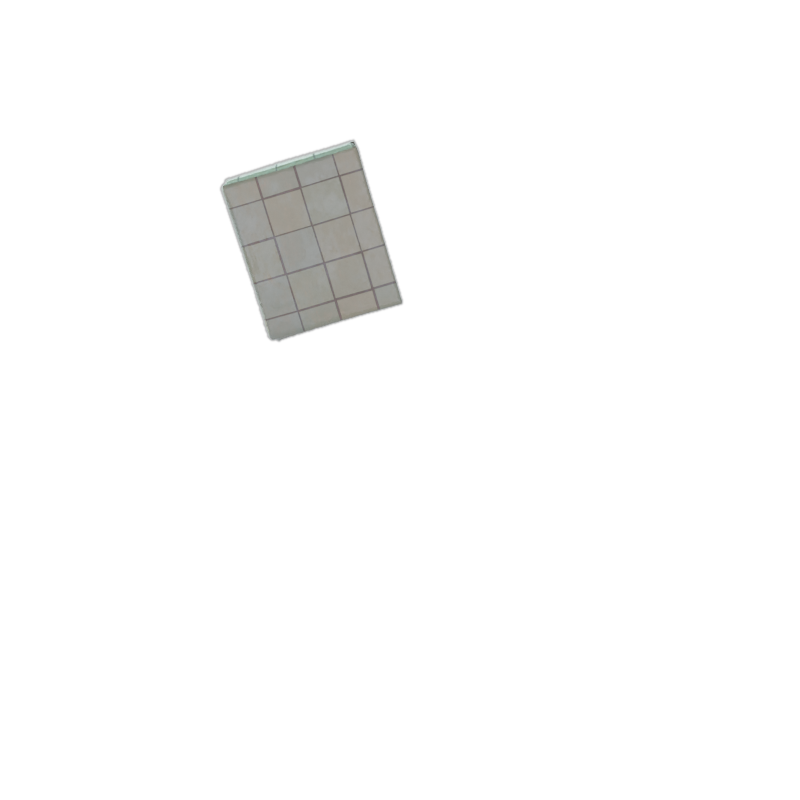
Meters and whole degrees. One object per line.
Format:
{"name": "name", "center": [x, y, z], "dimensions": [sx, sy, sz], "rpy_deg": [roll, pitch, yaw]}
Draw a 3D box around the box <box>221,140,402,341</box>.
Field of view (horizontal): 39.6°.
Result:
{"name": "box", "center": [-0.046, -0.083, 0.584], "dimensions": [0.073, 0.087, 0.031], "rpy_deg": [-16, 11, 3]}
